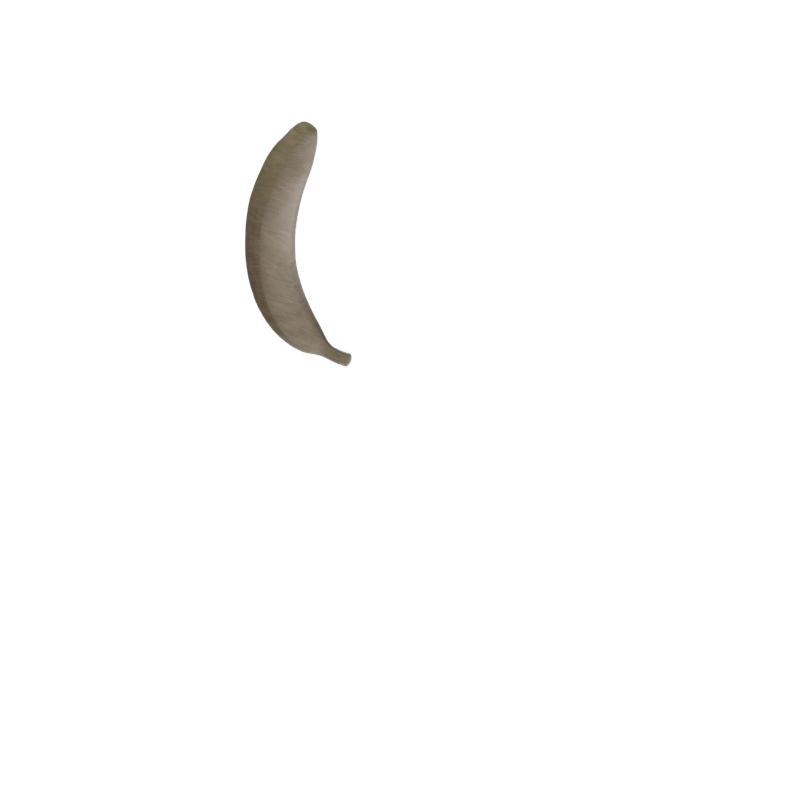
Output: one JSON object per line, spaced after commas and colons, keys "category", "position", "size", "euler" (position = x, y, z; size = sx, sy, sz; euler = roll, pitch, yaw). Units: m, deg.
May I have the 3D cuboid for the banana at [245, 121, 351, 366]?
{"category": "banana", "position": [-0.083, -0.112, 0.830], "size": [0.070, 0.186, 0.039], "euler": [-7, 27, 3]}
